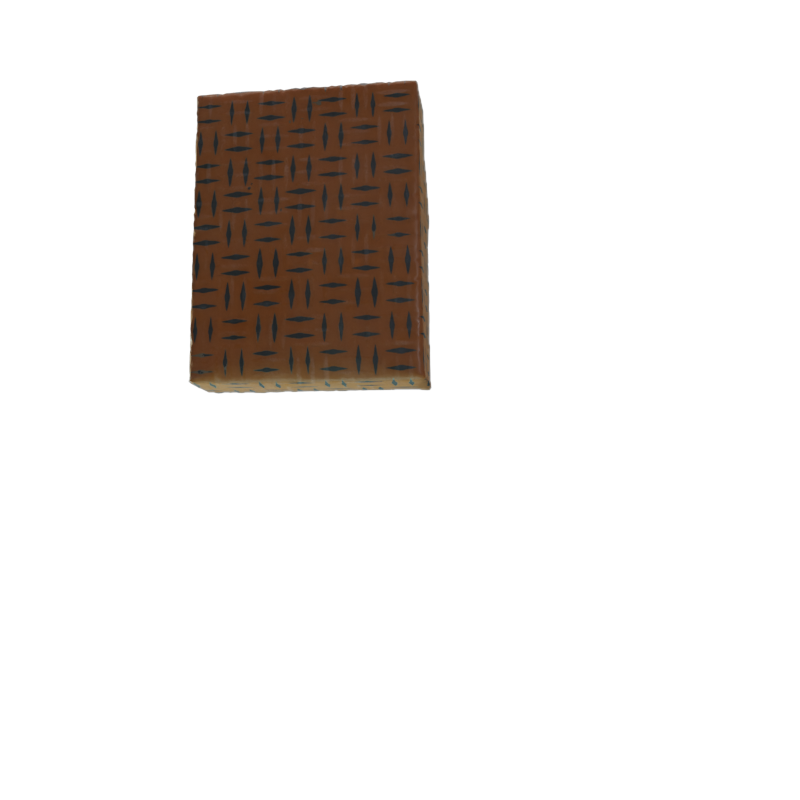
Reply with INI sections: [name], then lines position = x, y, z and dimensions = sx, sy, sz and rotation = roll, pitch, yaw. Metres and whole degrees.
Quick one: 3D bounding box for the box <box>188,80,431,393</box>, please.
[box]
position = -0.063, -0.114, 0.799
dimensions = 0.166, 0.221, 0.069
rotation = -3, -14, 8
